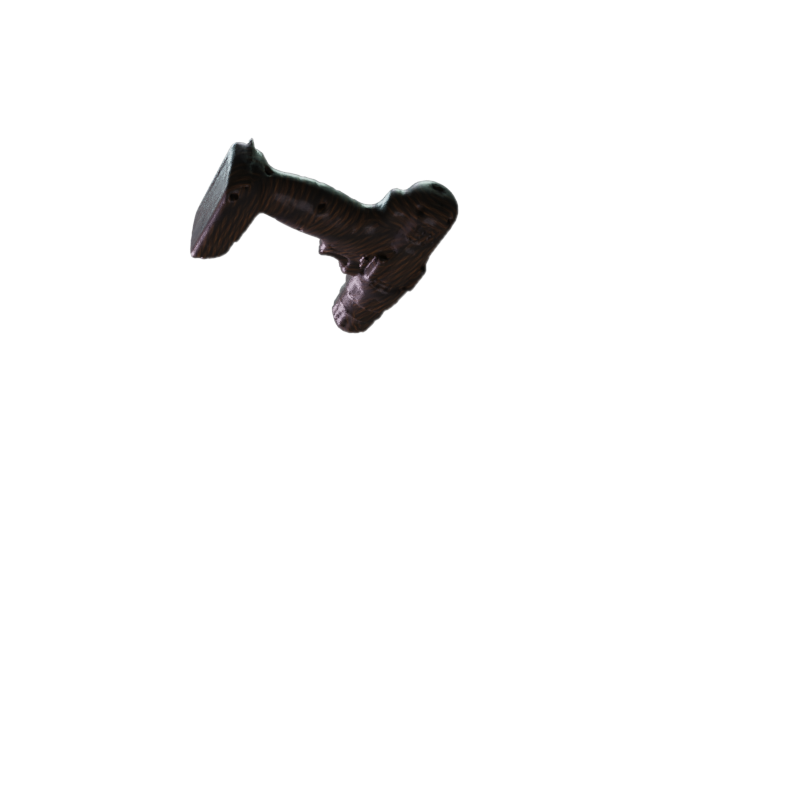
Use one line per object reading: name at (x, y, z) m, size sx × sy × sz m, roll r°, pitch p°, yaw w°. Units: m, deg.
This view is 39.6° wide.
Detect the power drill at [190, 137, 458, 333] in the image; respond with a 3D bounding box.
power drill at (-0.070, -0.128, 0.898) m, size 0.182 × 0.061 × 0.178 m, roll 14°, pitch -39°, yaw -19°
